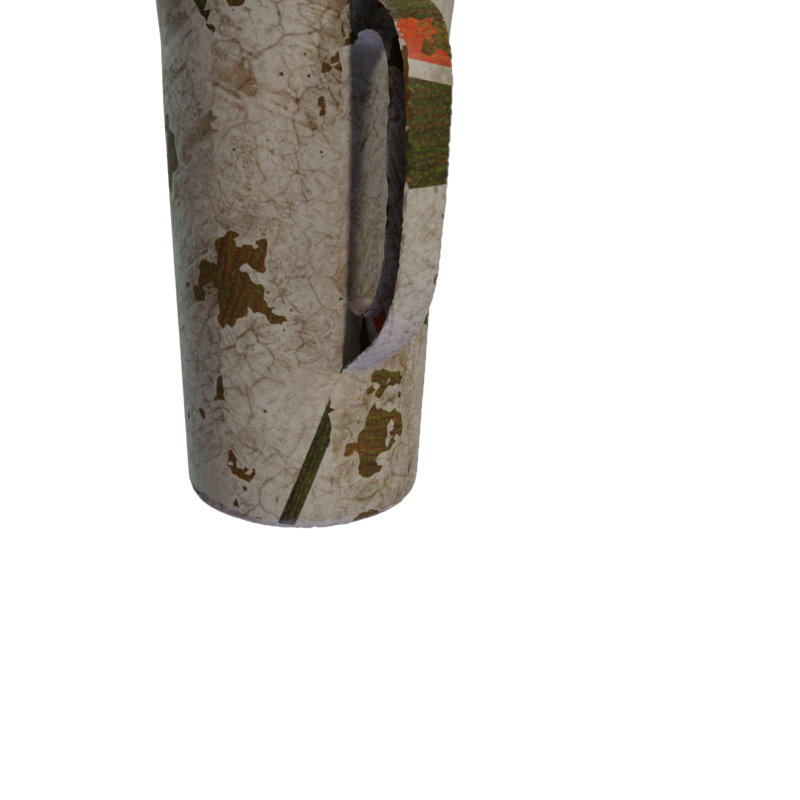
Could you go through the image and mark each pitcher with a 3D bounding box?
[{"bbox_3d":[-0.039,-0.071,0.497,0.148,0.237,0.150,4,12,15],"label":"pitcher"}]
